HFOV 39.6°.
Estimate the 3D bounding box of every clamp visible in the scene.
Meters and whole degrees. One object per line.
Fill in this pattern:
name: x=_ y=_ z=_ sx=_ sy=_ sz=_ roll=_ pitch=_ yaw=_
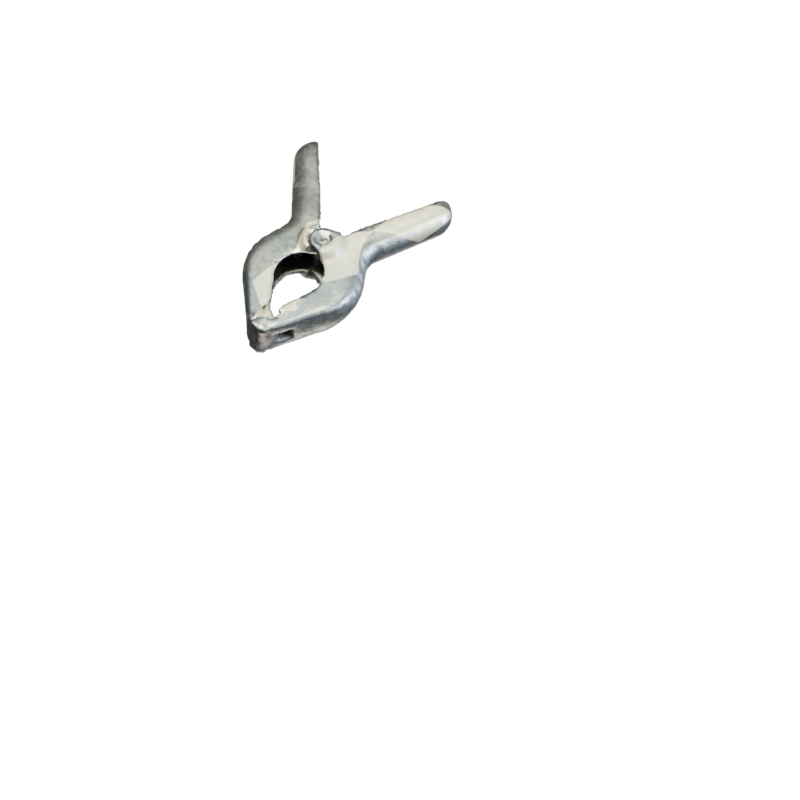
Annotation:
clamp: x=-0.058 y=-0.106 z=0.743 sx=0.127 sy=0.036 sz=0.175 roll=30 pitch=55 yaw=23
